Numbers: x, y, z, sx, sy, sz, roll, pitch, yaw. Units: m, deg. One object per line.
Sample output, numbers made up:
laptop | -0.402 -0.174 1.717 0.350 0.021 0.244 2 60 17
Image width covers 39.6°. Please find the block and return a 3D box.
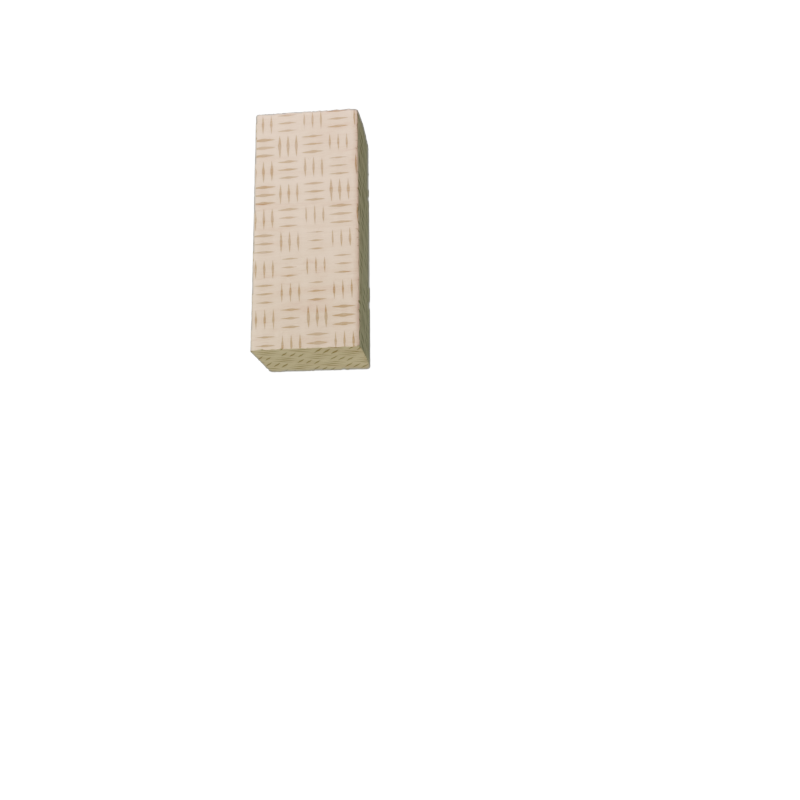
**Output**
block | -0.074 -0.135 0.949 0.091 0.215 0.086 -3 -17 6
